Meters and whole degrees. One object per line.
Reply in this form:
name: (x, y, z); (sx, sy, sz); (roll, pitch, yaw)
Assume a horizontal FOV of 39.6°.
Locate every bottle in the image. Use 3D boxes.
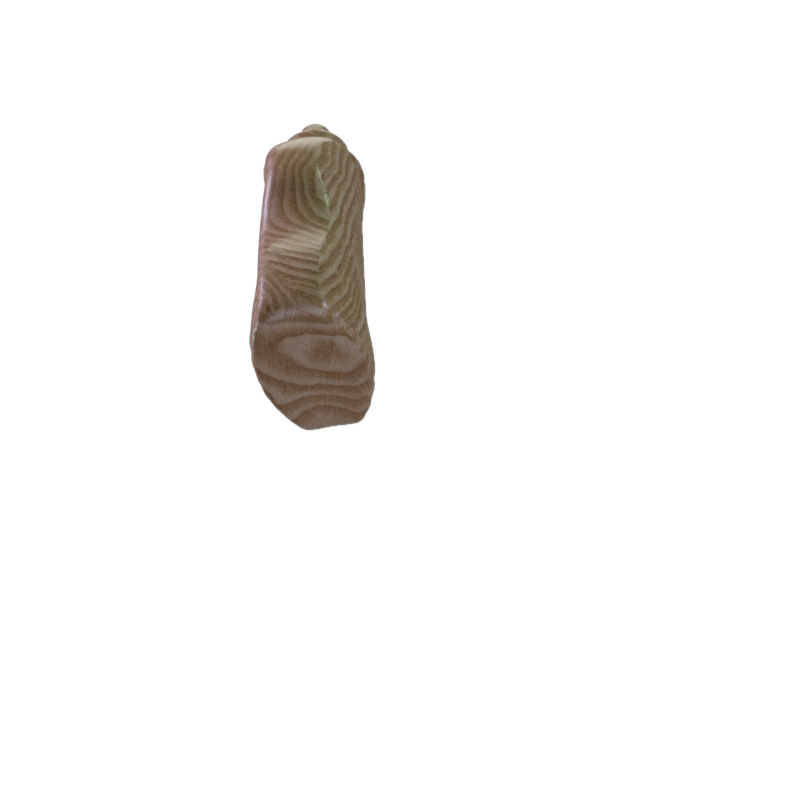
bottle: (-0.047, -0.086, 0.603); (0.059, 0.206, 0.089); (-11, -44, 8)
